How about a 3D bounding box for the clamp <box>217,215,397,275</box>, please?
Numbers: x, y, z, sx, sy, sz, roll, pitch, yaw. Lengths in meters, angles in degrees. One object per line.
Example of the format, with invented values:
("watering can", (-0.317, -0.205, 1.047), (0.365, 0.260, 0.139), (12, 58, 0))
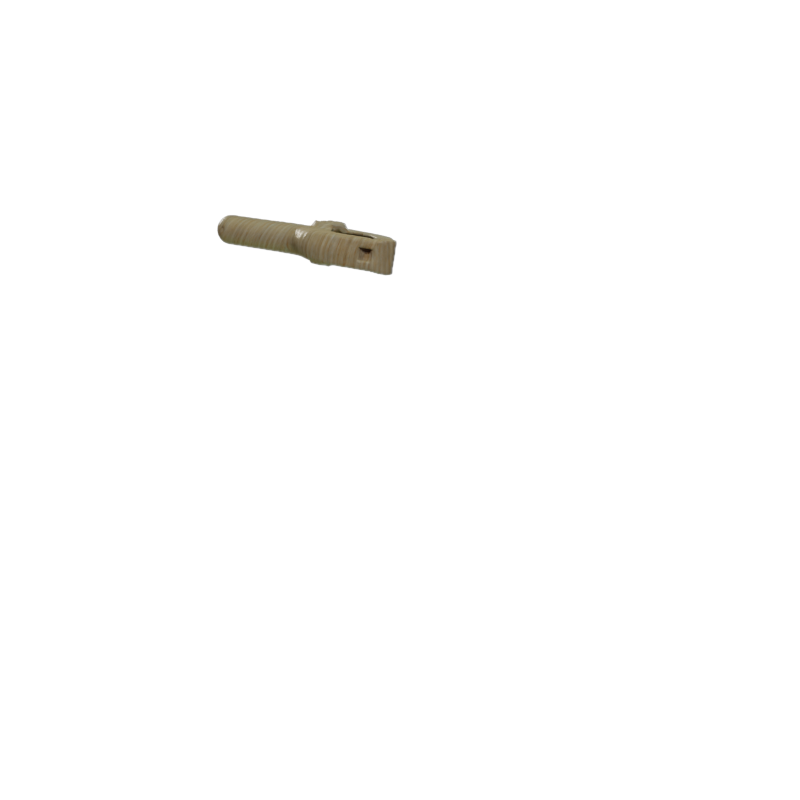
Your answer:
("clamp", (-0.071, -0.130, 0.907), (0.117, 0.038, 0.180), (-7, 15, -28))
